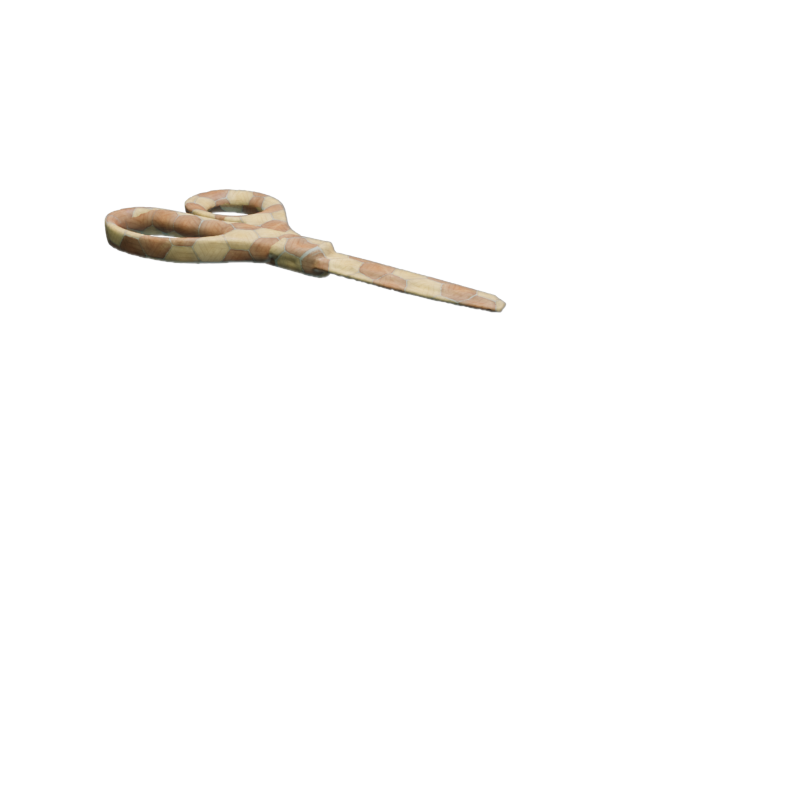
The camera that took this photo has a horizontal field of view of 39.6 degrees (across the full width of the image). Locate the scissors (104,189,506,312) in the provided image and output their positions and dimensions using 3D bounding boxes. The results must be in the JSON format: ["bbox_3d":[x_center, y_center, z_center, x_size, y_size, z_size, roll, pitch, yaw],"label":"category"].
[{"bbox_3d":[-0.040,-0.073,0.513,0.208,0.015,0.098,10,28,20],"label":"scissors"}]
